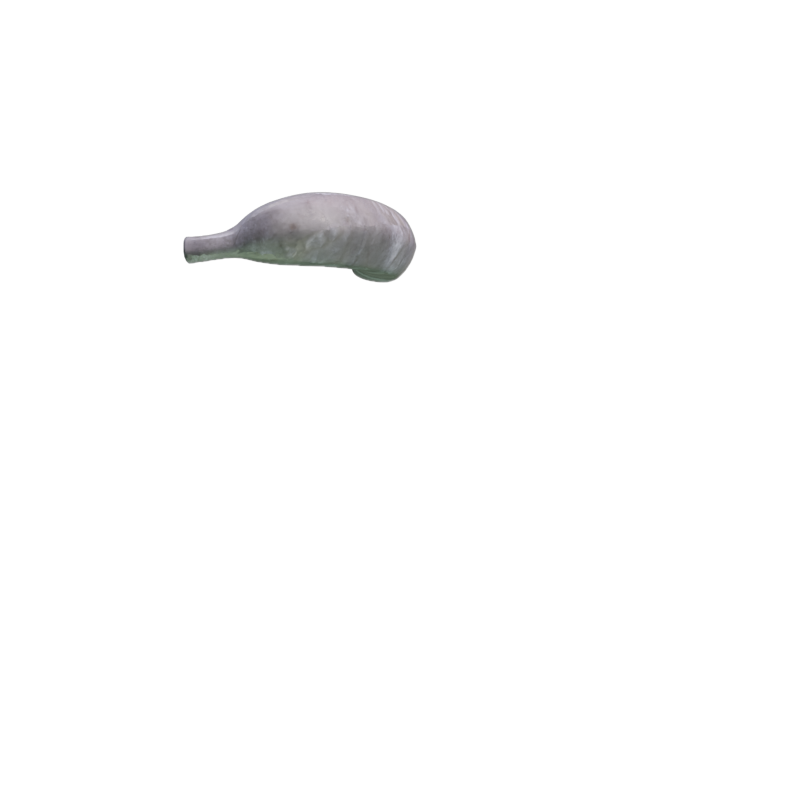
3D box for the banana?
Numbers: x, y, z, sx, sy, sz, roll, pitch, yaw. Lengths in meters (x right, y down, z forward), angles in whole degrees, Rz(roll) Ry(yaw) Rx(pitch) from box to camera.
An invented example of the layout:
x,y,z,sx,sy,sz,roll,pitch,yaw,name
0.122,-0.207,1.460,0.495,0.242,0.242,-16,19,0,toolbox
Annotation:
x,y,z,sx,sy,sz,roll,pitch,yaw,name
-0.030,-0.082,0.568,0.072,0.037,0.191,0,2,25,banana
